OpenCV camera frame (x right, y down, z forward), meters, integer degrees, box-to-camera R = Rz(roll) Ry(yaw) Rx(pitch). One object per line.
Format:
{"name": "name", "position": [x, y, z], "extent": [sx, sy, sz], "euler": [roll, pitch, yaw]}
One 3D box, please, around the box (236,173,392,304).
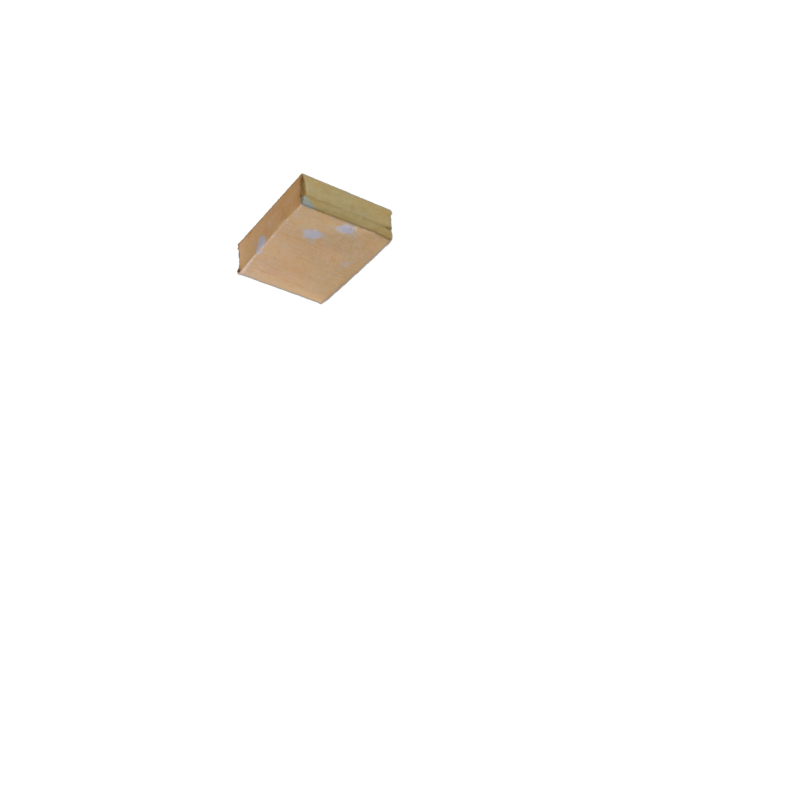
{"name": "box", "position": [-0.073, -0.134, 0.939], "extent": [0.086, 0.042, 0.111], "euler": [22, -41, -27]}
